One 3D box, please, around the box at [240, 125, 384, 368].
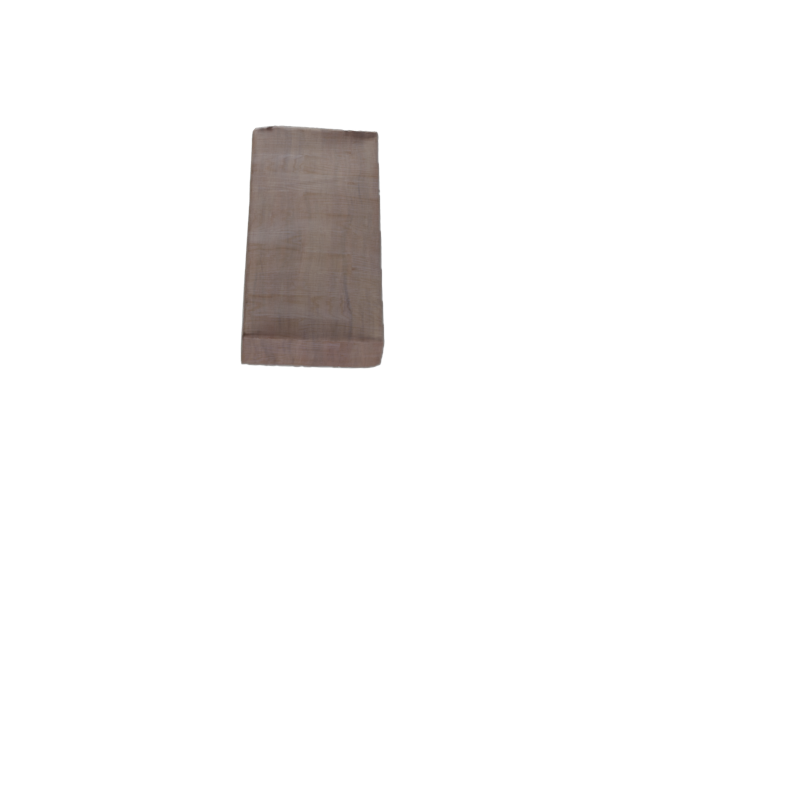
[{"bbox_3d":[-0.060,-0.109,0.760,0.093,0.188,0.045,1,-30,-5],"label":"box"}]
